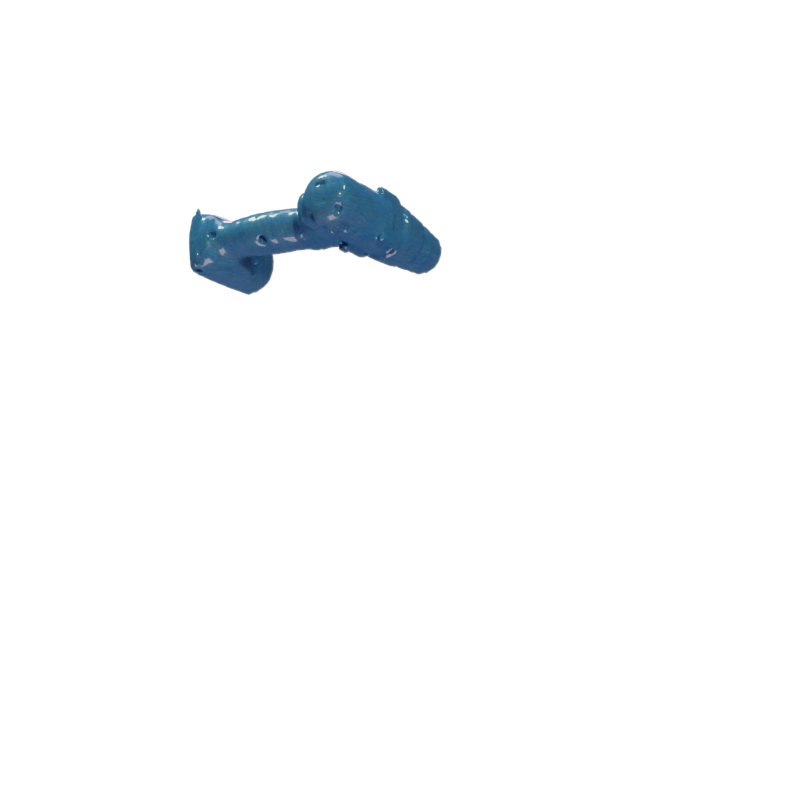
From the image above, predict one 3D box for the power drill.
[{"bbox_3d":[-0.076,-0.140,0.977,0.191,0.060,0.173,-10,-18,30],"label":"power drill"}]
